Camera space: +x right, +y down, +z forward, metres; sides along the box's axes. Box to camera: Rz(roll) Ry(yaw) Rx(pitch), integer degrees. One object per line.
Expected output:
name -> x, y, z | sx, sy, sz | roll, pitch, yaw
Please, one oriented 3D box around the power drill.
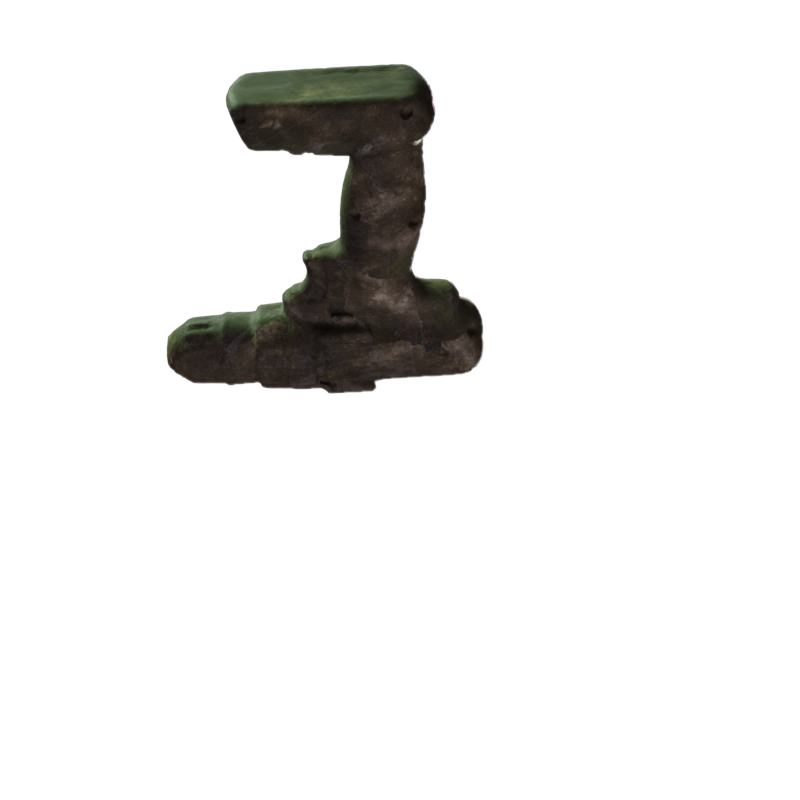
power drill -> -0.048, -0.087, 0.612 | 0.185, 0.175, 0.061 | -3, 34, 2
